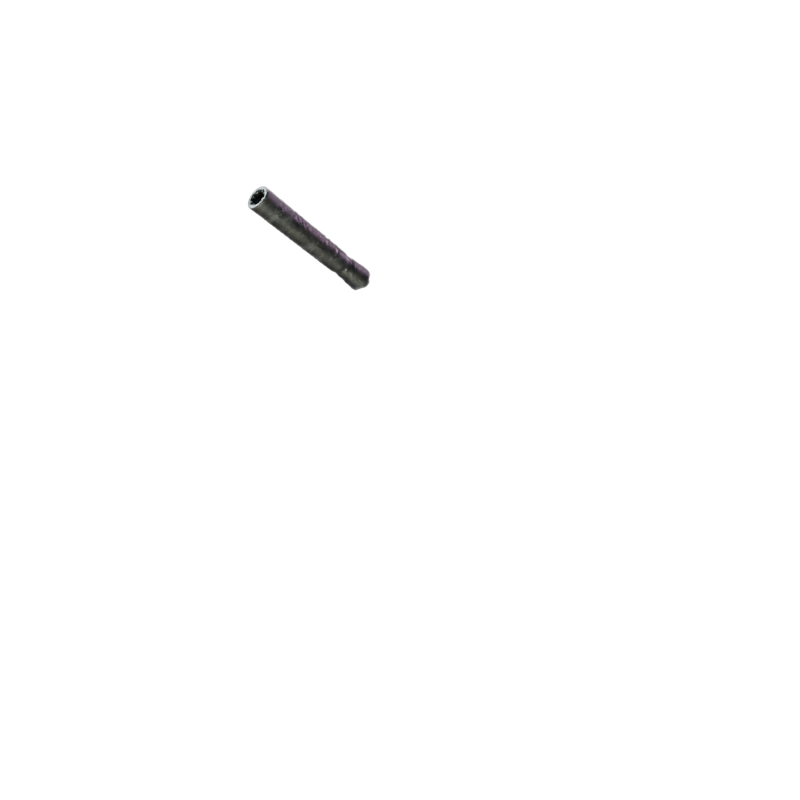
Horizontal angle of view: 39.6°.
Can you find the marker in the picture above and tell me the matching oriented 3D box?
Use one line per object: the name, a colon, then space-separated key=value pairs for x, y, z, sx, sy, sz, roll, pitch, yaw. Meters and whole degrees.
marker: x=-0.063 y=-0.115 z=0.807 sx=0.021 sy=0.020 sz=0.113 roll=3 pitch=-25 yaw=49
